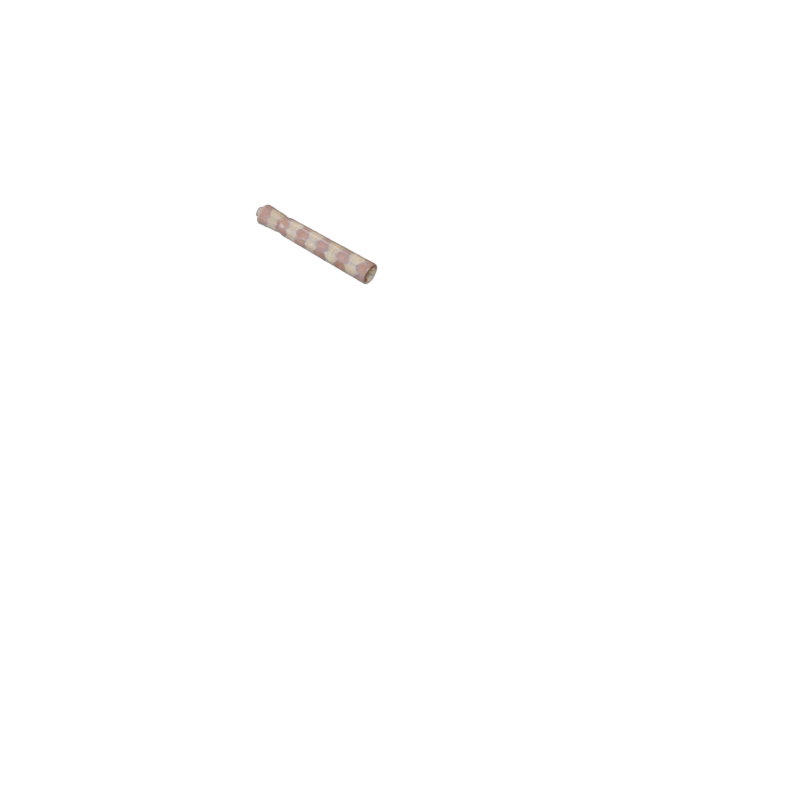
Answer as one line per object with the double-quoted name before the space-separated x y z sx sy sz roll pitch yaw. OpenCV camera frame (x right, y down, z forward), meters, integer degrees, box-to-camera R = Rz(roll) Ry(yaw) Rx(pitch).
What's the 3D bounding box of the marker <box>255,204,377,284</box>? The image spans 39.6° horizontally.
"marker" -0.073 -0.132 0.927 0.128 0.019 0.019 32 18 26
